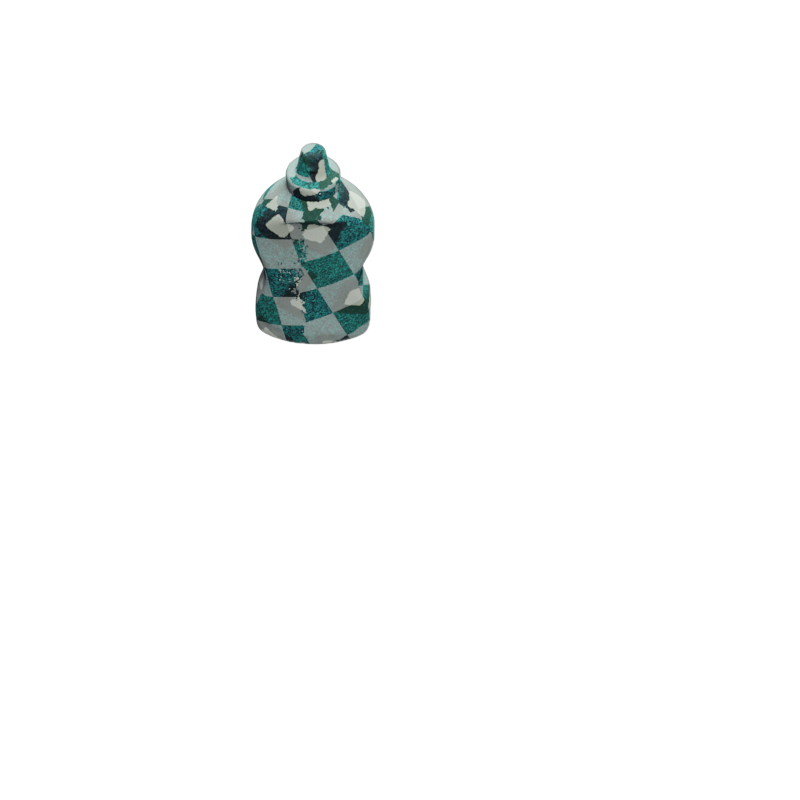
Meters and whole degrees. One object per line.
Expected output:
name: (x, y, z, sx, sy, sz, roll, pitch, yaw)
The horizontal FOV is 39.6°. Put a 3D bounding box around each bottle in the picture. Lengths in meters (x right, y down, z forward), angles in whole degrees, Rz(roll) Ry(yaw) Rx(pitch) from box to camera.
bottle: (-0.068, -0.124, 0.874, 0.096, 0.062, 0.179, 4, -41, 0)
